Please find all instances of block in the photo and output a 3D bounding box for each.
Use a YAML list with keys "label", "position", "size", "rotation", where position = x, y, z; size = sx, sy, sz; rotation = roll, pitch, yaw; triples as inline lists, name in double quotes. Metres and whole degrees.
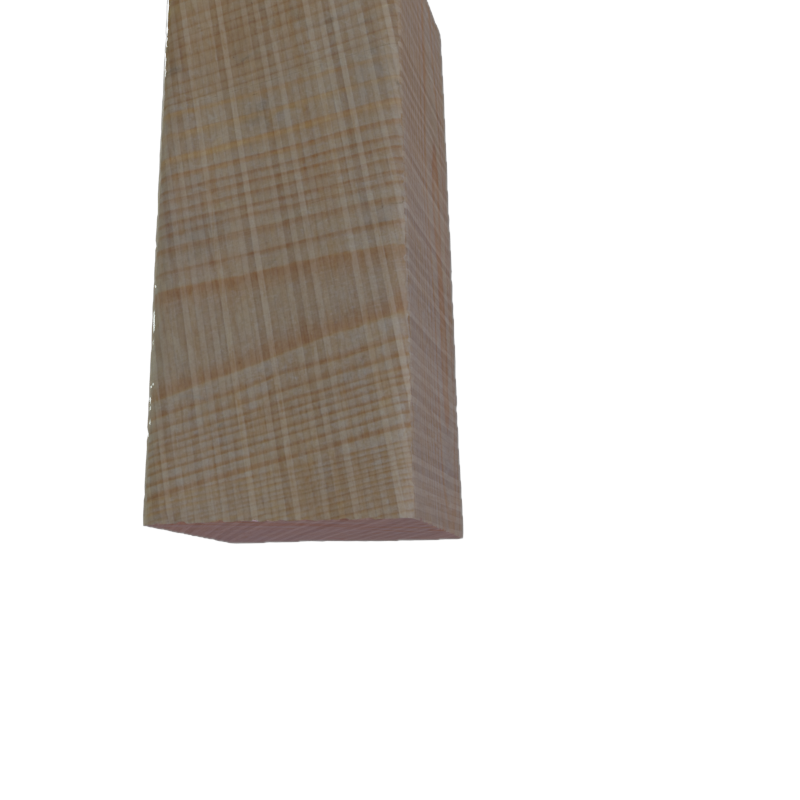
- label: "block"
  position: [-0.032, -0.058, 0.405]
  size: [0.091, 0.215, 0.086]
  rotation: [-5, -18, 13]
